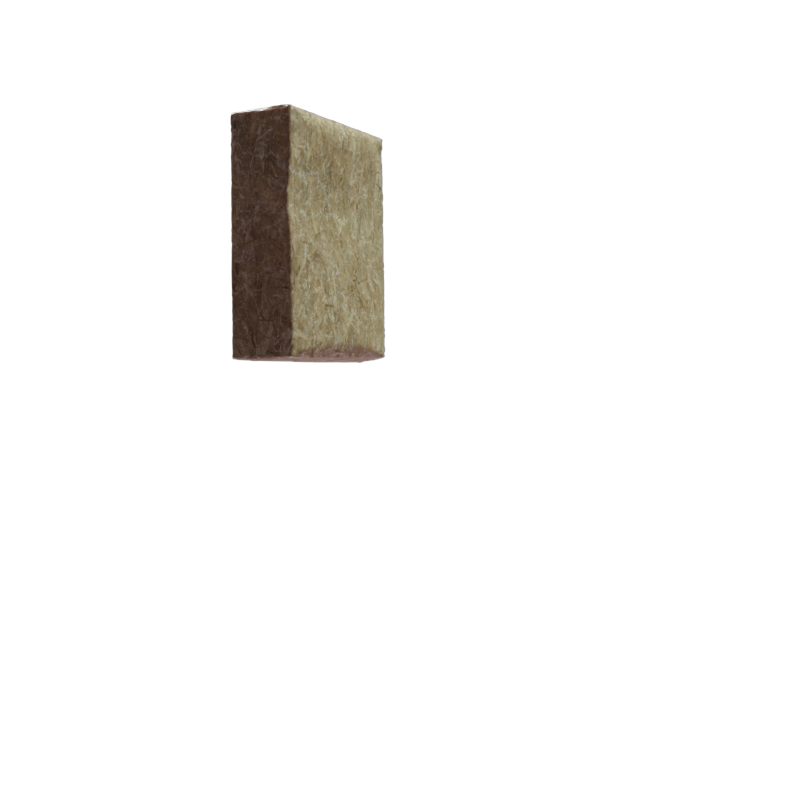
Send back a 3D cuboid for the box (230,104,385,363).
[{"bbox_3d":[-0.078,-0.141,0.990,0.074,0.217,0.157,-4,-6,30],"label":"box"}]
